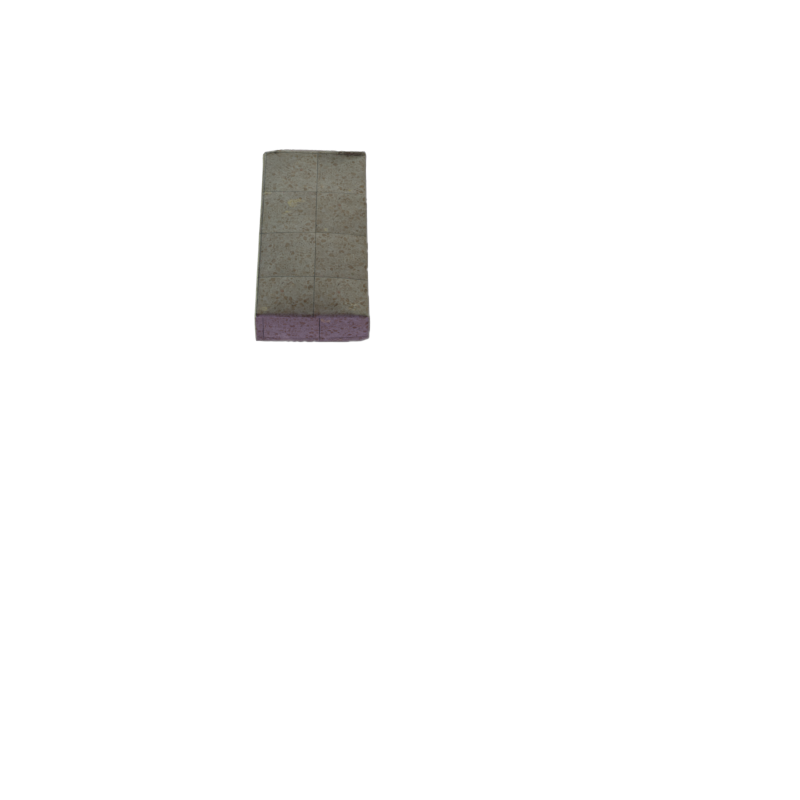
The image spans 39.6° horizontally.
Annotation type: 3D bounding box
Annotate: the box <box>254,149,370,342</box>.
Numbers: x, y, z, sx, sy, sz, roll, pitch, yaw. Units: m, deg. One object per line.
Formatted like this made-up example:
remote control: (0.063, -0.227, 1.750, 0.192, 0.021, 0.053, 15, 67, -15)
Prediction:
box: (-0.073, -0.133, 0.931, 0.093, 0.188, 0.045, -1, -32, -2)
